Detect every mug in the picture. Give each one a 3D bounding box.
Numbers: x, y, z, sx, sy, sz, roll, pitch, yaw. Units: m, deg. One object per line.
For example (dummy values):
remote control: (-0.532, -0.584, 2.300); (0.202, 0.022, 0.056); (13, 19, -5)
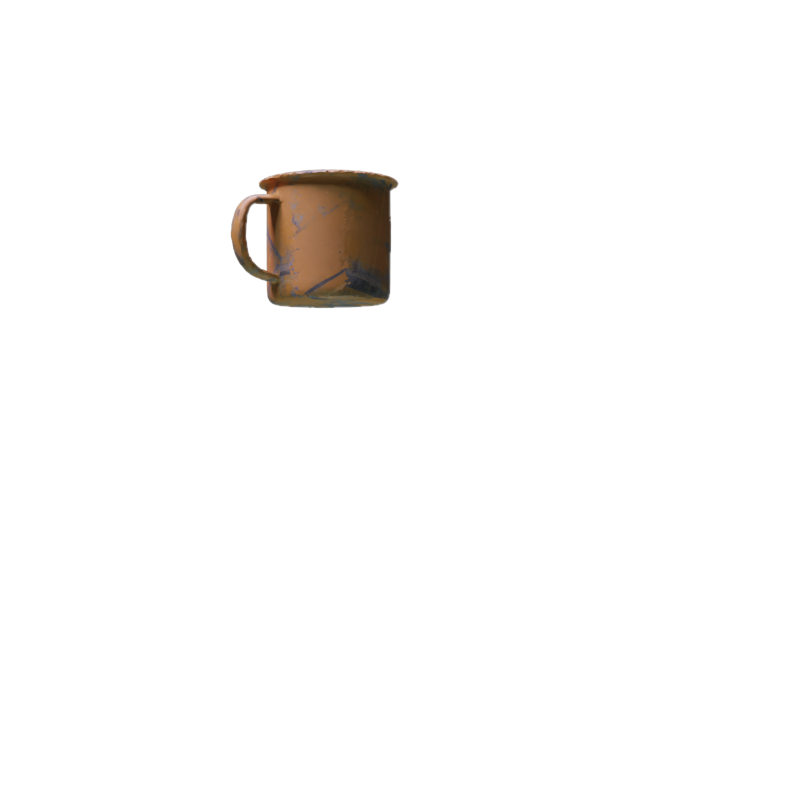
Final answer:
mug: (-0.057, -0.104, 0.727); (0.112, 0.083, 0.096); (2, -3, -36)
